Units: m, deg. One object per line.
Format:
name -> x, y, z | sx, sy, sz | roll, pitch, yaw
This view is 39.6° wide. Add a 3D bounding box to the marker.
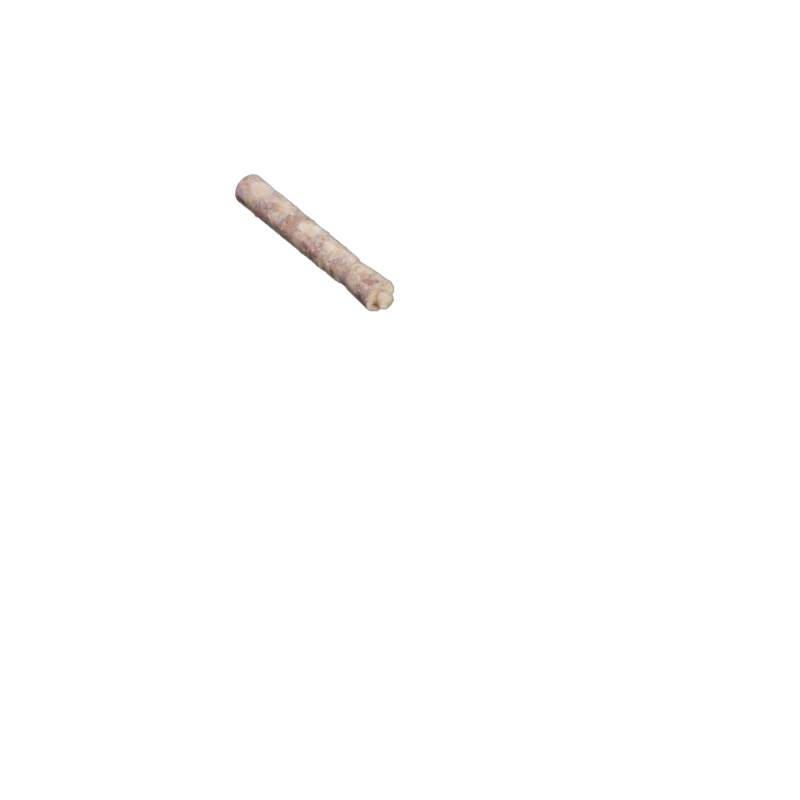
marker -> -0.046, -0.085, 0.594 | 0.019, 0.019, 0.130 | -3, 36, -47
